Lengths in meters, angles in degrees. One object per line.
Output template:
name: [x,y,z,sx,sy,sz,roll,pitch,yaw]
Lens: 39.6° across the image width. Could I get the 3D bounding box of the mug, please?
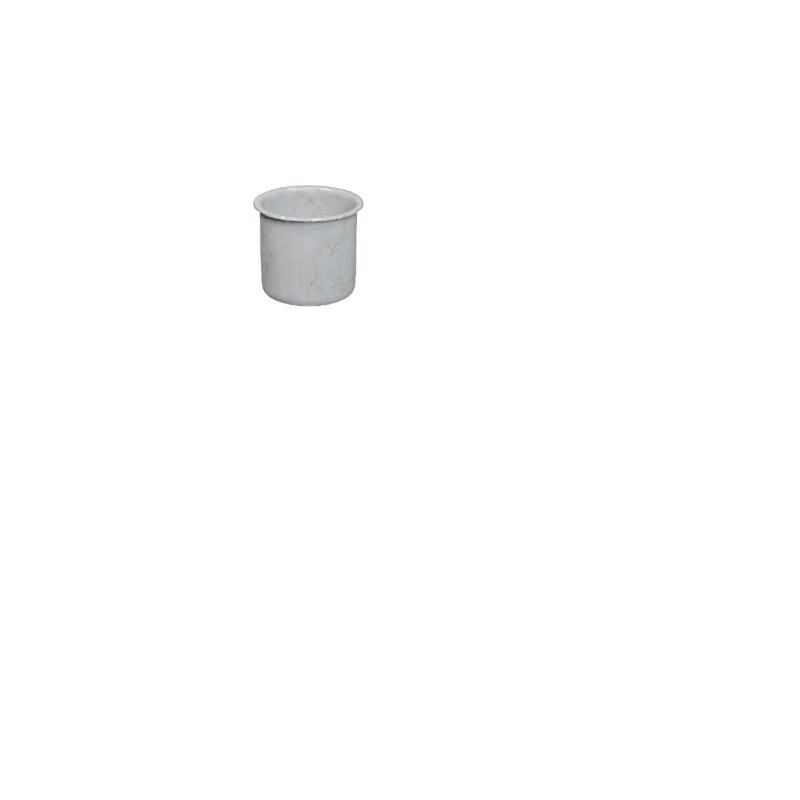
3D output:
mug: [-0.075,-0.136,0.956,0.096,0.077,0.120,8,26,15]
